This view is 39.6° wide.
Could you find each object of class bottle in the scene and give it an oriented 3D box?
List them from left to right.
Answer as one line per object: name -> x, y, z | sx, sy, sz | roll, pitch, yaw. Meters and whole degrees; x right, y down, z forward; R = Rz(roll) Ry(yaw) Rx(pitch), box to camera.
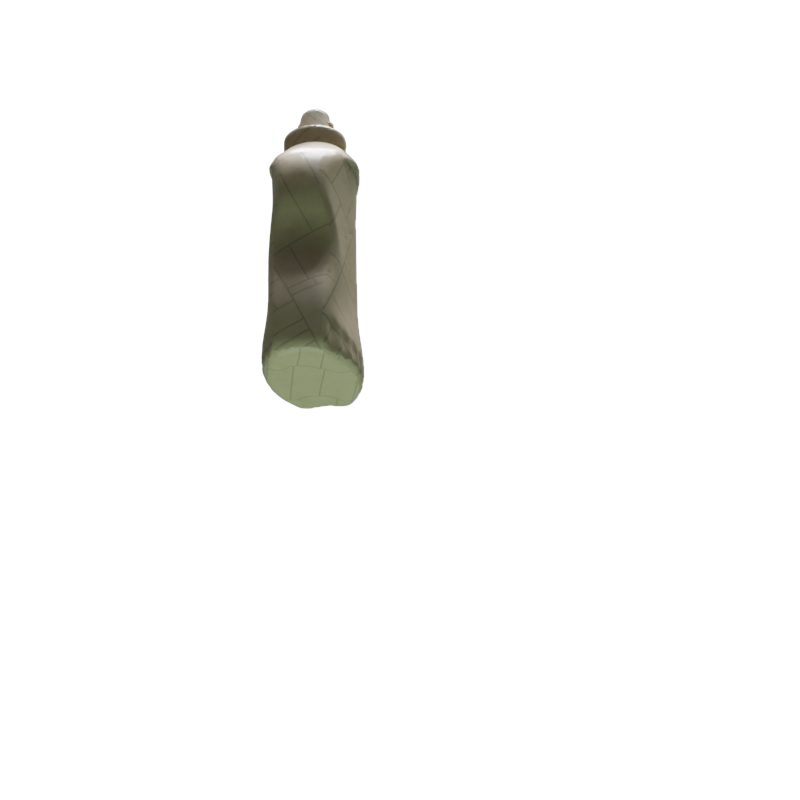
bottle -> -0.054, -0.099, 0.693 | 0.059, 0.203, 0.089 | -6, -27, 8
